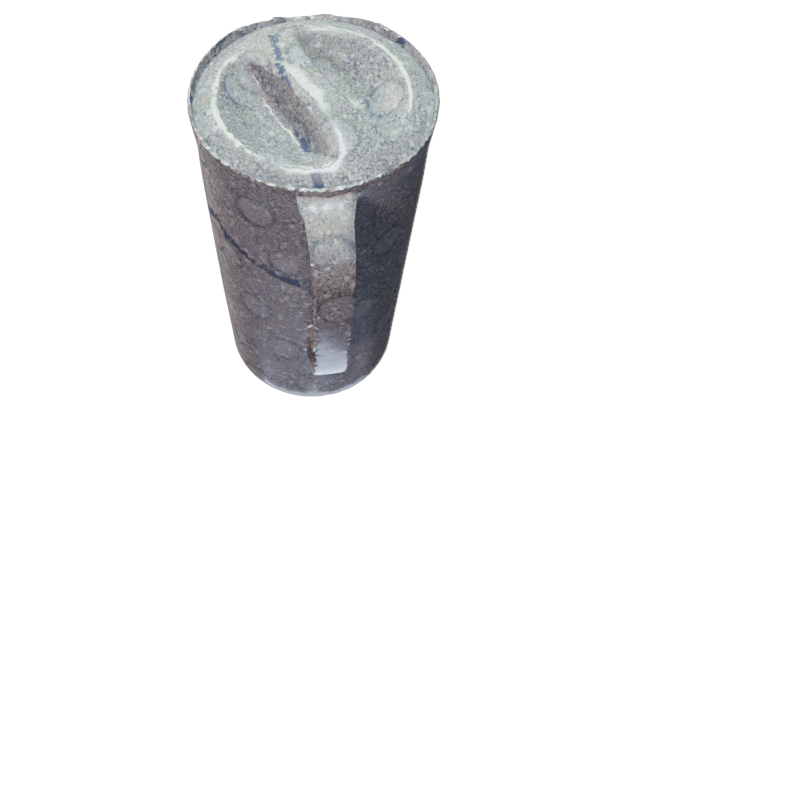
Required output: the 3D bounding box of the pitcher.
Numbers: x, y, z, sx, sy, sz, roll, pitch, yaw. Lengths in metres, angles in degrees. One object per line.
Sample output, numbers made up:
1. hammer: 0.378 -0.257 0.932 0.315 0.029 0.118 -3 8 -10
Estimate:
1. pitcher: -0.052 -0.095 0.668 0.152 0.152 0.227 33 -29 17
